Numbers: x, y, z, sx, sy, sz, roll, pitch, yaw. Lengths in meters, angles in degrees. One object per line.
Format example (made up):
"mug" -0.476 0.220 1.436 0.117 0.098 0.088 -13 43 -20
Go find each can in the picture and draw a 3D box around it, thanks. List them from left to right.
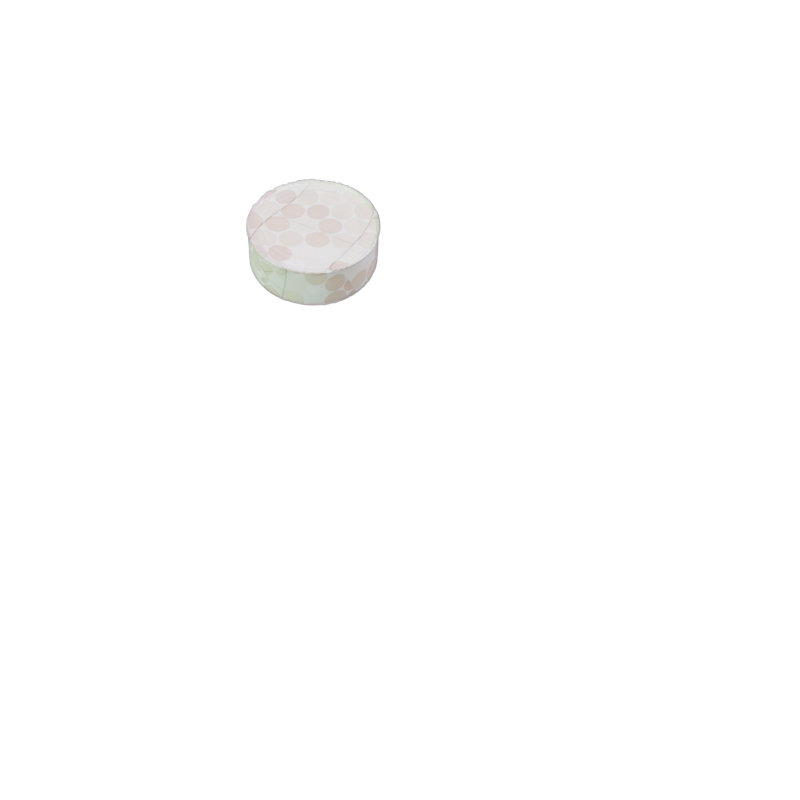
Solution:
"can" -0.056 -0.102 0.718 0.086 0.092 0.031 -1 -41 -1
